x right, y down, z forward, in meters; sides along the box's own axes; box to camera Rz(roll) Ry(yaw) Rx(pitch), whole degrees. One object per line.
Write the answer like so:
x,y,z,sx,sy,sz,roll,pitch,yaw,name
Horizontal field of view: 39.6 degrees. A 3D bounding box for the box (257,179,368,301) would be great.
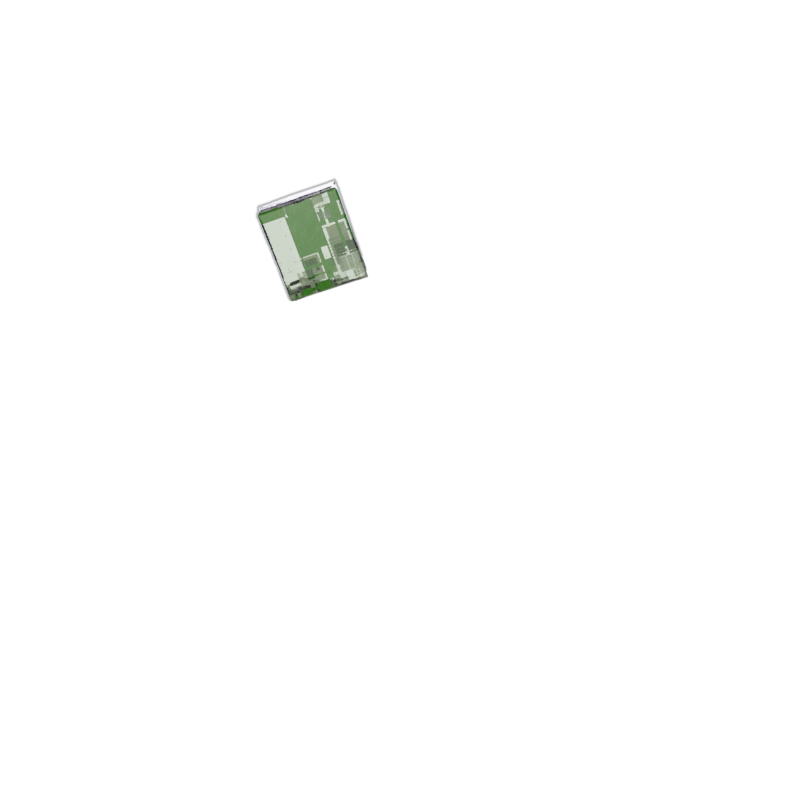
-0.076,-0.139,0.975,0.073,0.085,0.031,-18,18,6,box
